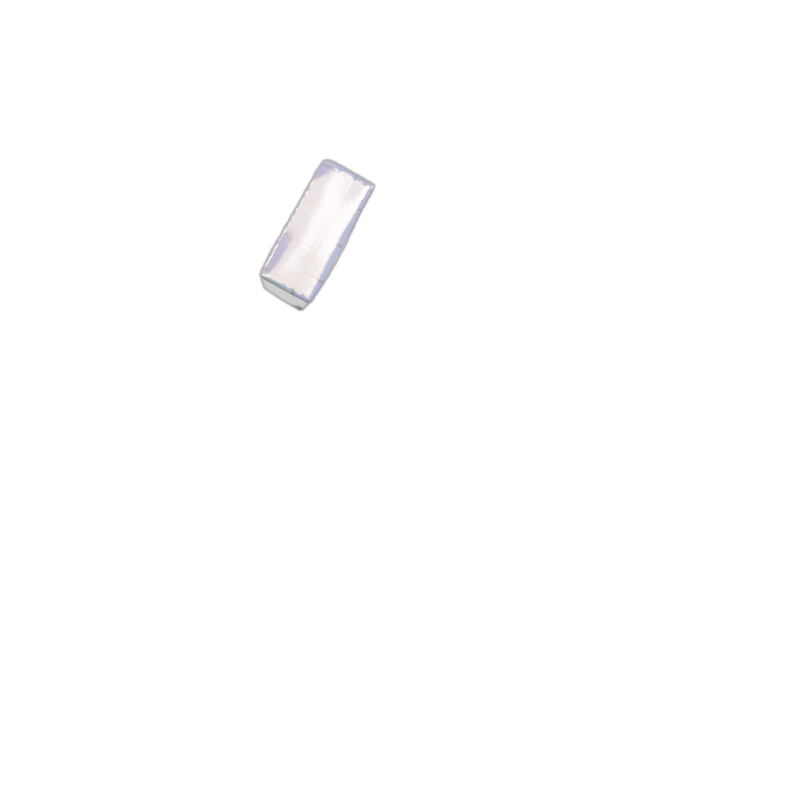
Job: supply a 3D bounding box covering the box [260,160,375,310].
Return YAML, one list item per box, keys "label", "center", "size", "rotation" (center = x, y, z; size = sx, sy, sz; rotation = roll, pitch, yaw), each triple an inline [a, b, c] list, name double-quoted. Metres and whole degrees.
- label: "box"
  center: [-0.064, -0.117, 0.816]
  size: [0.048, 0.094, 0.175]
  rotation: [29, -2, -4]
